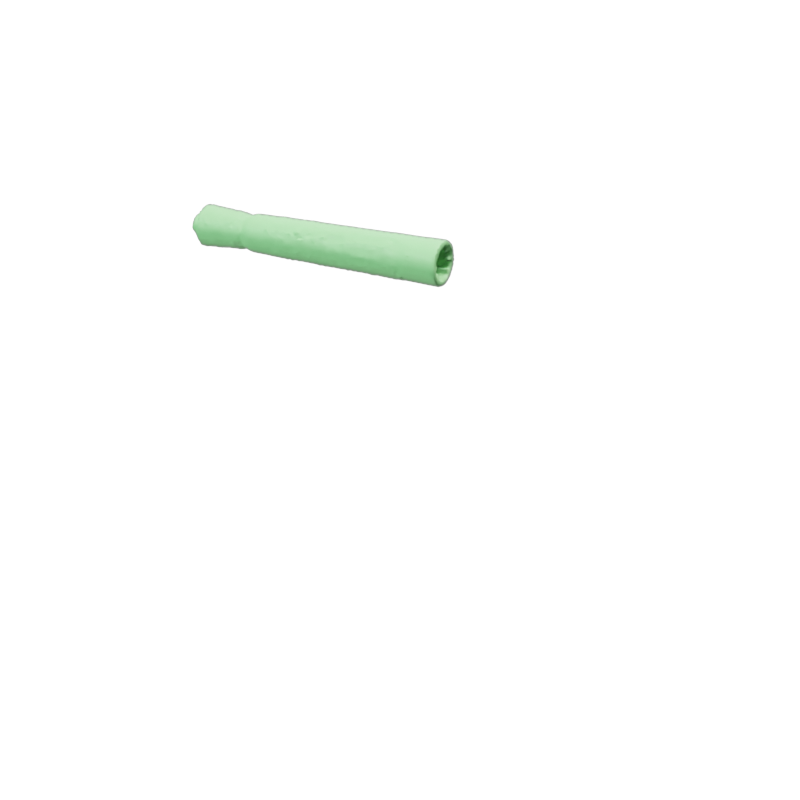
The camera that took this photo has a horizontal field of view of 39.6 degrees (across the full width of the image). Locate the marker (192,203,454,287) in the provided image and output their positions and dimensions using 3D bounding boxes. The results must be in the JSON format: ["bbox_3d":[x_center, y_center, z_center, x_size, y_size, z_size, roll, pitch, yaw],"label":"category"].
[{"bbox_3d":[-0.036,-0.066,0.462,0.126,0.019,0.019,13,10,29],"label":"marker"}]
